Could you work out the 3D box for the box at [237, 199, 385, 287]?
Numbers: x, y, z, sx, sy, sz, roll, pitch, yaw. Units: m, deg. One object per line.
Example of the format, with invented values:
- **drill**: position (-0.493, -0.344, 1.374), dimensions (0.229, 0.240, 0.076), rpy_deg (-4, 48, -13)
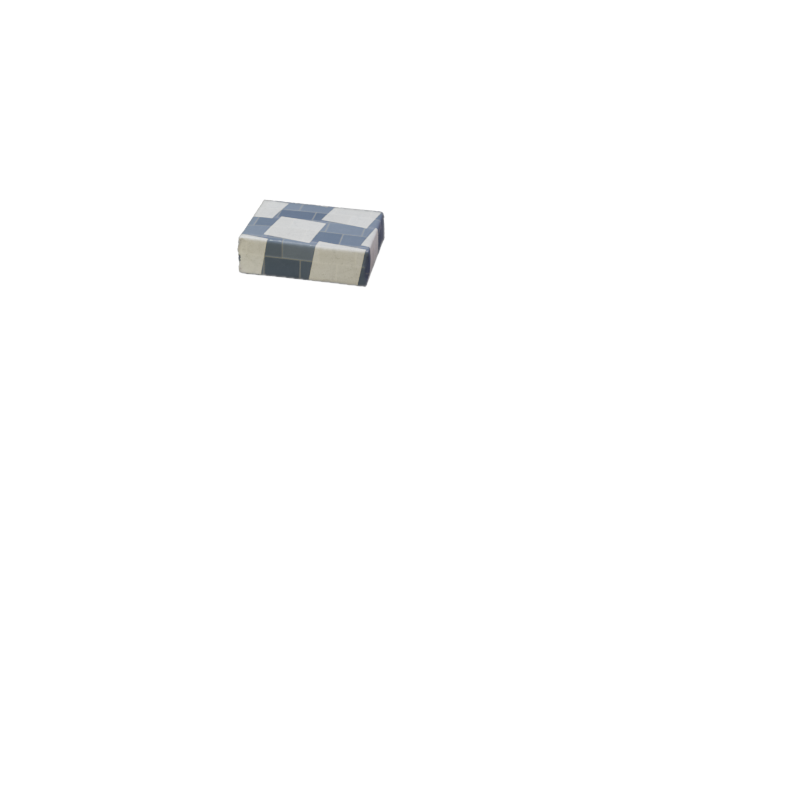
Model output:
- **box**: position (-0.075, -0.136, 0.955), dimensions (0.115, 0.037, 0.094), rpy_deg (5, 28, 8)
